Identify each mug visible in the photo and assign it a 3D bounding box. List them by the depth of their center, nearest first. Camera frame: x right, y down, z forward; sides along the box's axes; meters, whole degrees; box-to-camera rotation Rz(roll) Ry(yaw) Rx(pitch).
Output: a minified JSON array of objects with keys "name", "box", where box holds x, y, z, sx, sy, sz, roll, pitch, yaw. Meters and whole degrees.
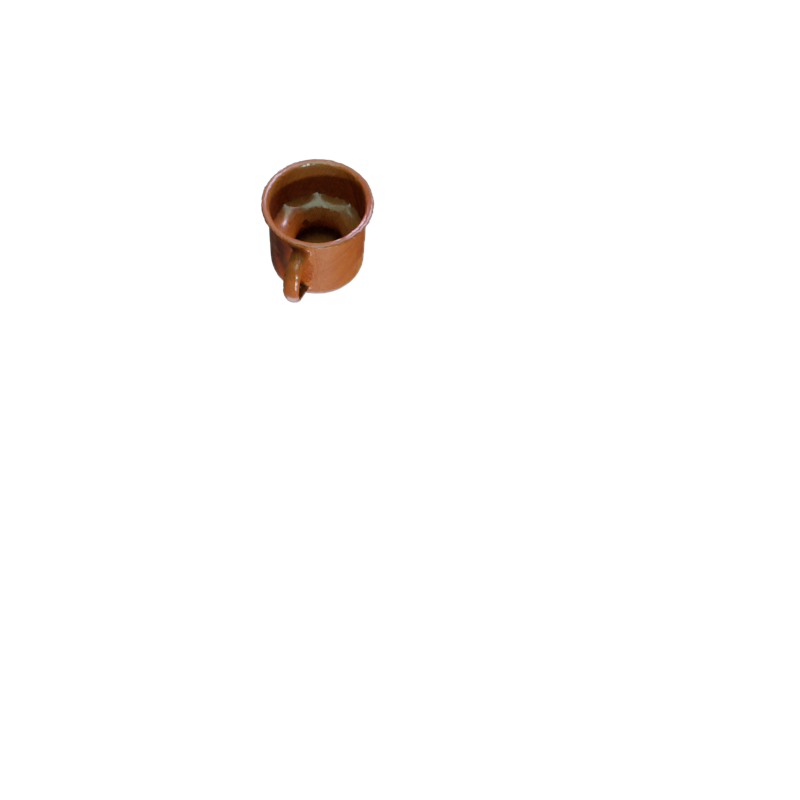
[{"name":"mug","box":[-0.073,-0.134,0.935,0.095,0.123,0.076,13,-32,6]}]
